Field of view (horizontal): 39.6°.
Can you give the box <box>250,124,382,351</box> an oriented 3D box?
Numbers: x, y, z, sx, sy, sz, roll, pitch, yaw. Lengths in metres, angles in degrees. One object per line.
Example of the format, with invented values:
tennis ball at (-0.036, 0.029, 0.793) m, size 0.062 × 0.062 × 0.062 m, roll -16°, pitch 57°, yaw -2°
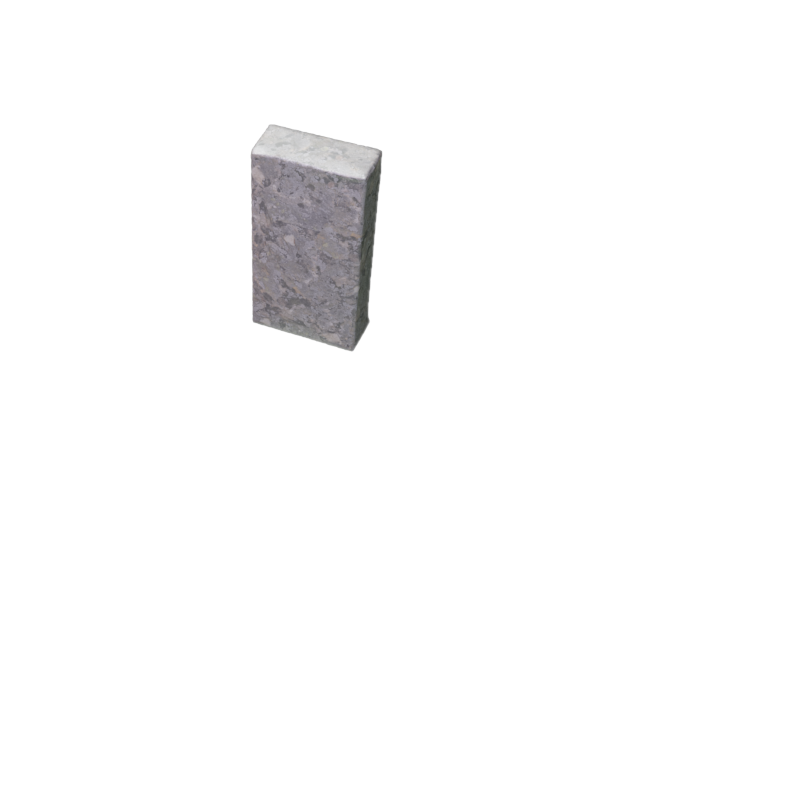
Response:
box at (-0.068, -0.123, 0.865) m, size 0.096 × 0.164 × 0.050 m, roll 17°, pitch 47°, yaw 13°
